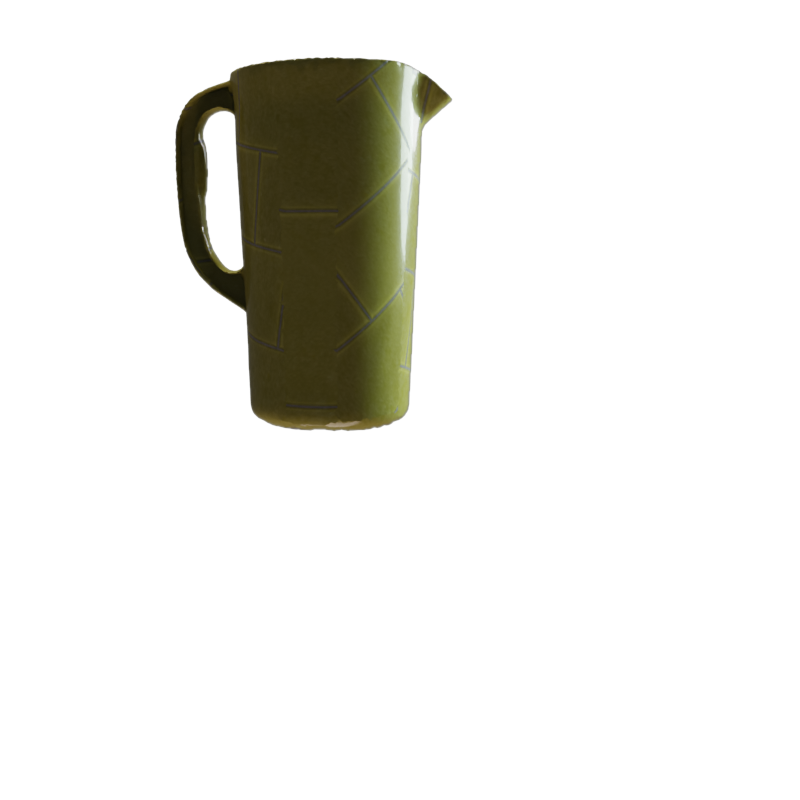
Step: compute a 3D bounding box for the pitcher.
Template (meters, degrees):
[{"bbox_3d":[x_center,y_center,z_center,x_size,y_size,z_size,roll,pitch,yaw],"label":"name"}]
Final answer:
[{"bbox_3d":[-0.059,-0.108,0.755,0.140,0.243,0.155,-2,3,-40],"label":"pitcher"}]
